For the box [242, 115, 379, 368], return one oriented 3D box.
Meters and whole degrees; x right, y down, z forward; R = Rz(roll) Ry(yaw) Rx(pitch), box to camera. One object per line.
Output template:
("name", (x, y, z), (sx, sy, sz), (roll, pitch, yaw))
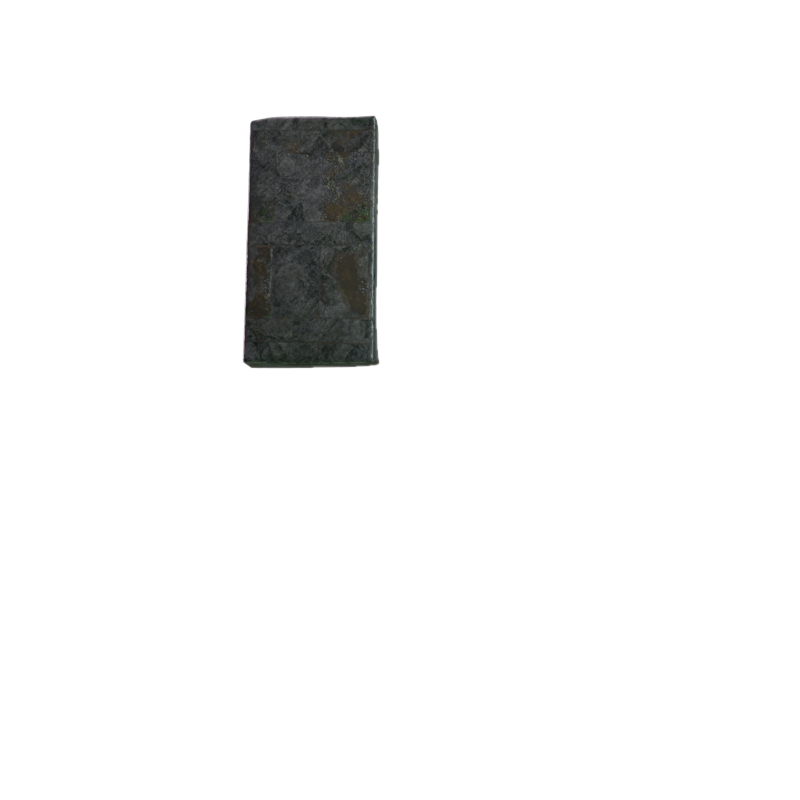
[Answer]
("box", (-0.062, -0.112, 0.784), (0.094, 0.180, 0.047), (-1, -9, 5))
